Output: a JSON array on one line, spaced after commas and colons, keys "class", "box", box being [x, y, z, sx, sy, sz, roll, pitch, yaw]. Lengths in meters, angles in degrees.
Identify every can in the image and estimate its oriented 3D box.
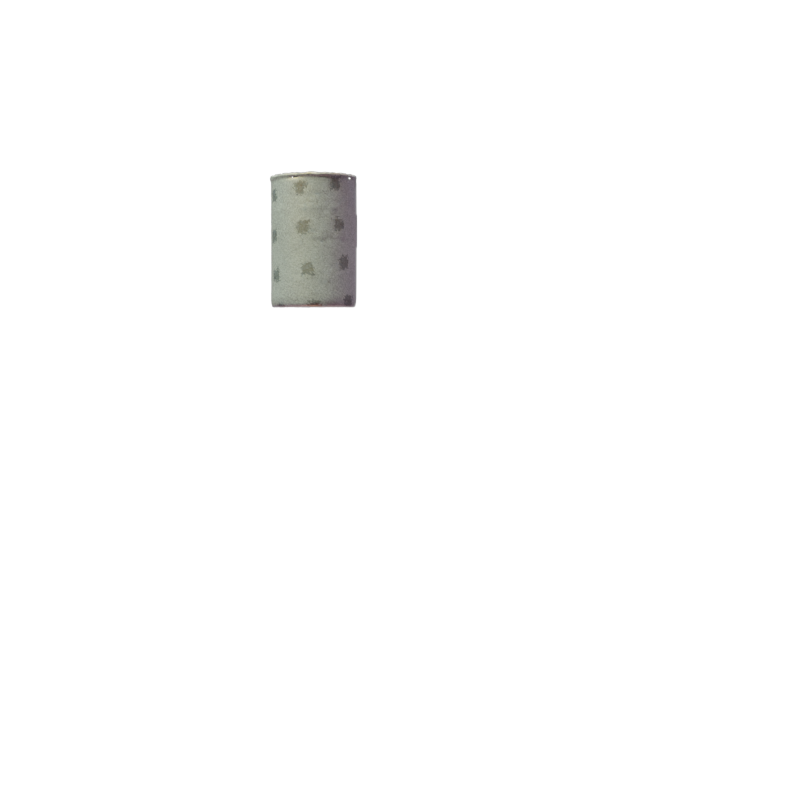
[{"class": "can", "box": [-0.068, -0.123, 0.863, 0.068, 0.103, 0.068, 0, -1, -2]}]
